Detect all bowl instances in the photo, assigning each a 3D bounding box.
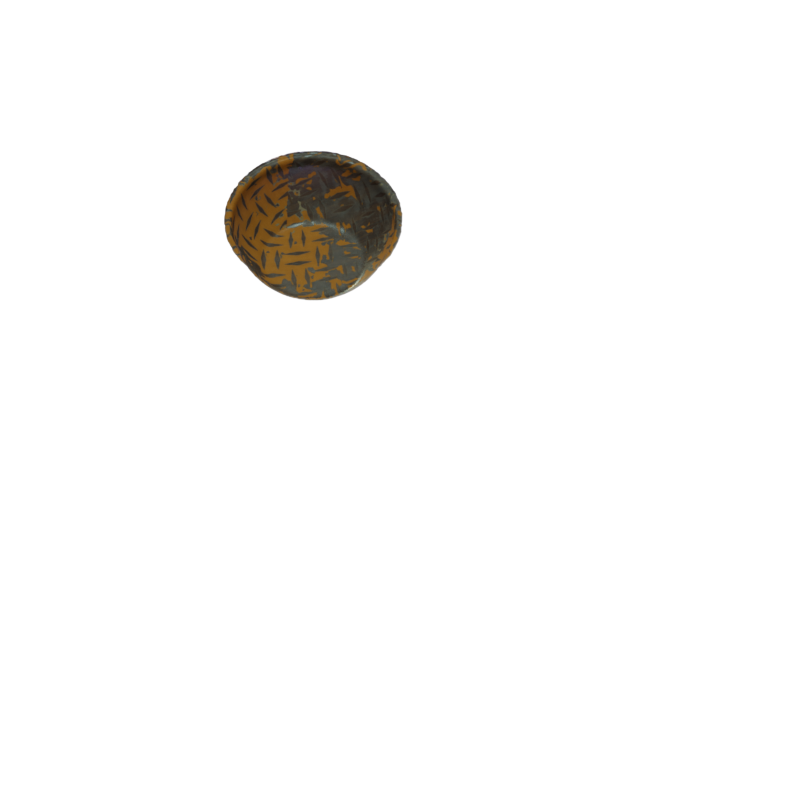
[{"bbox_3d":[-0.077,-0.141,0.984,0.162,0.151,0.059,1,44,-1],"label":"bowl"}]
